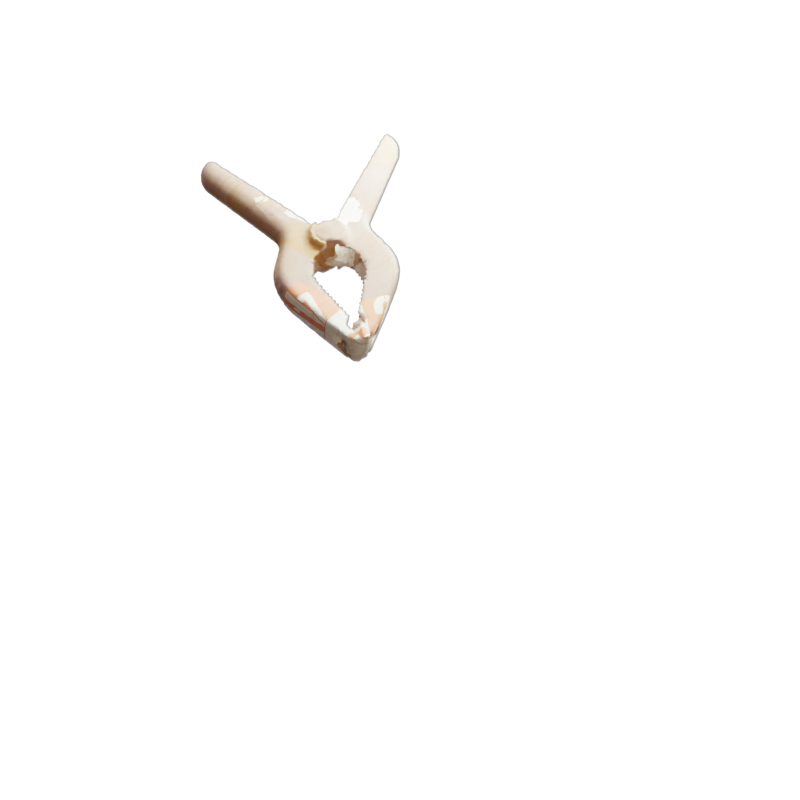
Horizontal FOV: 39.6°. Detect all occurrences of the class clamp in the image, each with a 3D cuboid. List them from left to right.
[{"bbox_3d":[-0.067,-0.122,0.852,0.163,0.226,0.034,-7,-37,-5],"label":"clamp"}]
